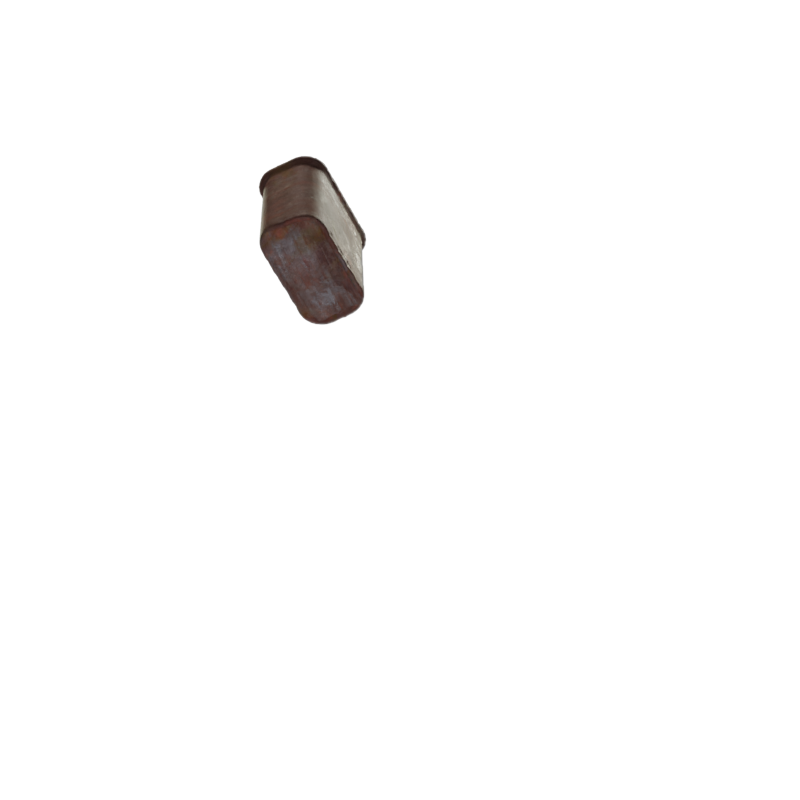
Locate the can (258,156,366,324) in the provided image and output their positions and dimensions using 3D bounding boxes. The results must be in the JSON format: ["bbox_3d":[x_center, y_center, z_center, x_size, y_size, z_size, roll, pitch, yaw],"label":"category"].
[{"bbox_3d":[-0.066,-0.120,0.842,0.058,0.095,0.090,-23,34,14],"label":"can"}]
